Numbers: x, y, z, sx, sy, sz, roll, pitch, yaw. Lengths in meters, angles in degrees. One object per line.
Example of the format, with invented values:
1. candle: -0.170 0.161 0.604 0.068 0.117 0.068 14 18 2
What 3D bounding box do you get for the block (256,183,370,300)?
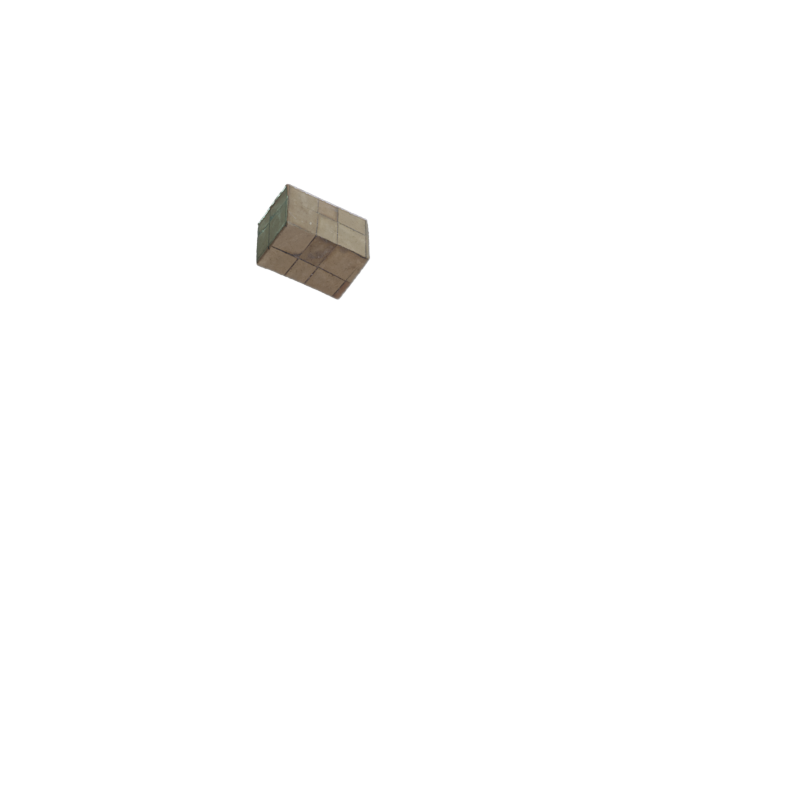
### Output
1. block: -0.070 -0.127 0.892 0.075 0.055 0.051 23 -51 -22
